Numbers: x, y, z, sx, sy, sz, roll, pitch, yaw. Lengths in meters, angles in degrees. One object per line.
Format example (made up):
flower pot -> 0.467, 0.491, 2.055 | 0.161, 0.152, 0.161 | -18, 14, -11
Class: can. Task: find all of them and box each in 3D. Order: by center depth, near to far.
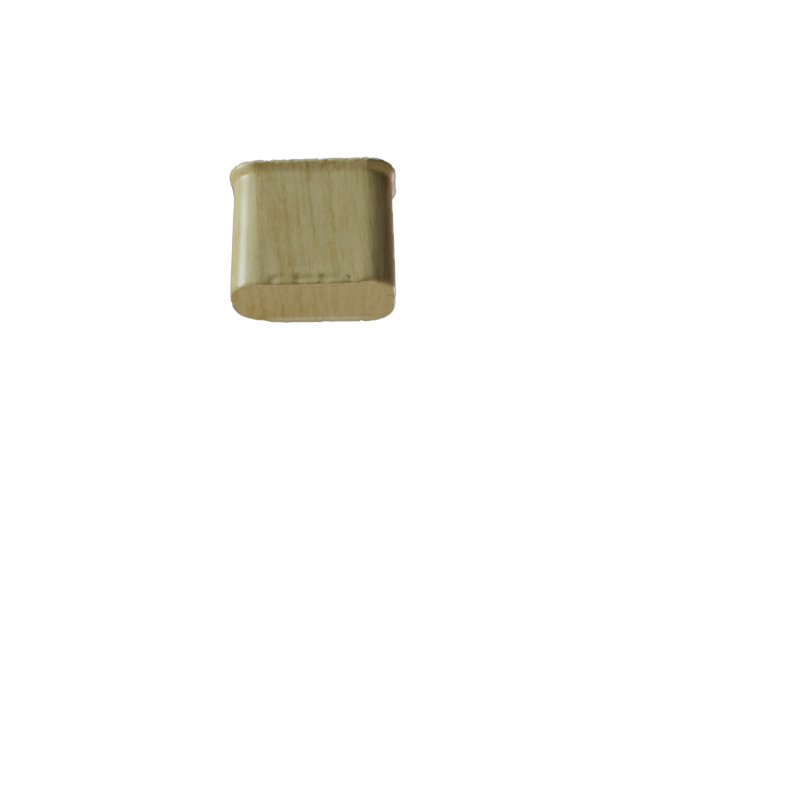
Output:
can -> -0.052, -0.095, 0.666 | 0.102, 0.089, 0.054 | -2, -26, 2
